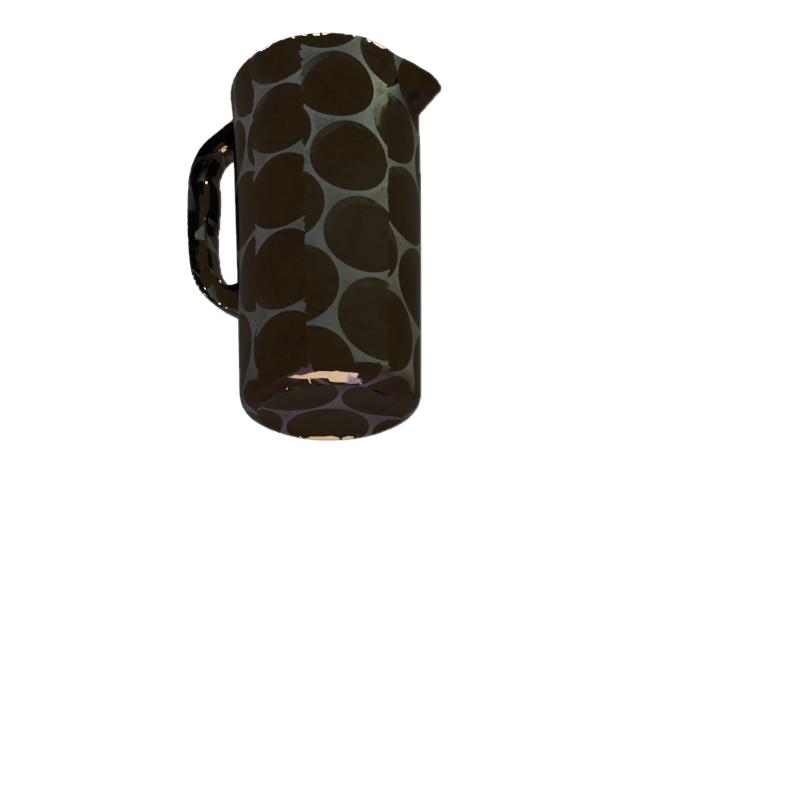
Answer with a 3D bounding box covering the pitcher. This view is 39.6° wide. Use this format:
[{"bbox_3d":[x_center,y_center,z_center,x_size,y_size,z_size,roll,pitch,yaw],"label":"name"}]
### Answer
[{"bbox_3d":[-0.056,-0.102,0.717,0.141,0.258,0.144,9,-30,-19],"label":"pitcher"}]
